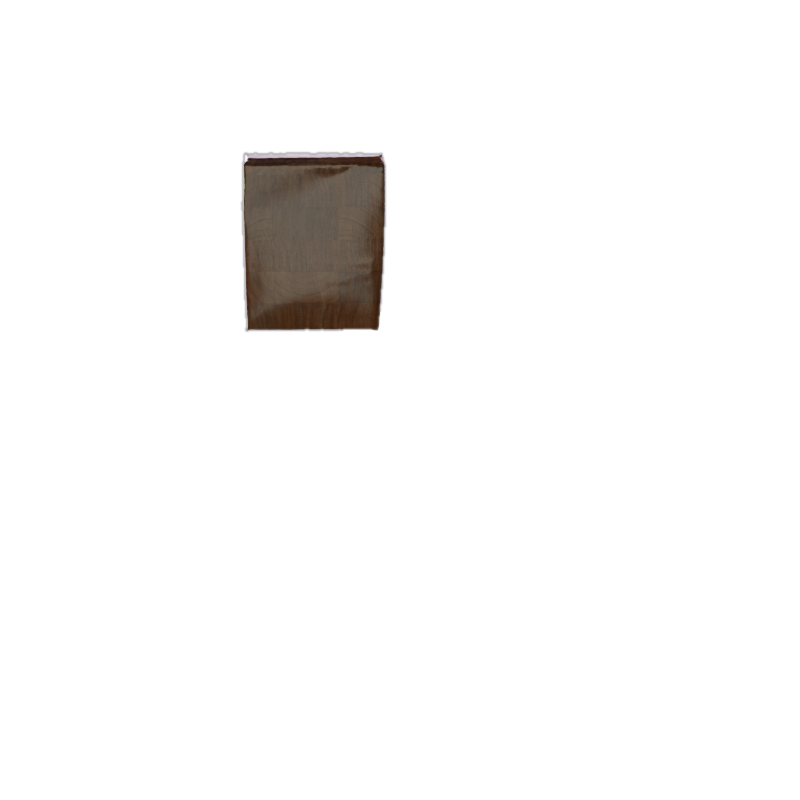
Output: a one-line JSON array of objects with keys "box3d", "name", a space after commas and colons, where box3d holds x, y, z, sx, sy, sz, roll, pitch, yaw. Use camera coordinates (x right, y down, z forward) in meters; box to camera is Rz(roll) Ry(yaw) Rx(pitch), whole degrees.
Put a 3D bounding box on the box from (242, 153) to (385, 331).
[{"box3d": [-0.055, -0.101, 0.710, 0.090, 0.110, 0.040, 1, 14, -1], "name": "box"}]
